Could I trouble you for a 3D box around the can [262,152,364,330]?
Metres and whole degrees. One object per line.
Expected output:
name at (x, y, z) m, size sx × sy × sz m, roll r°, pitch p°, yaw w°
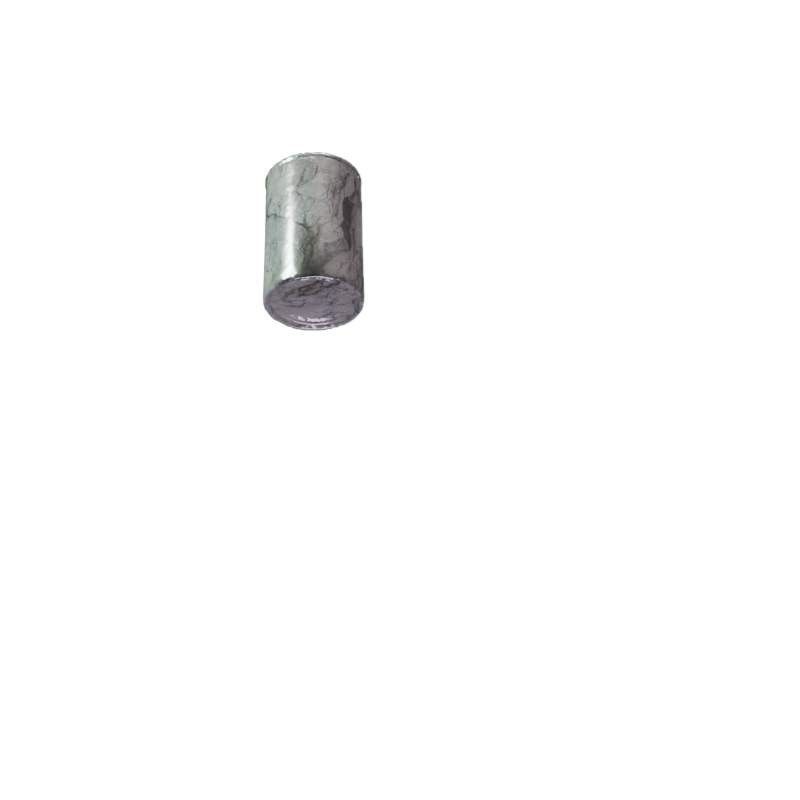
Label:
can at (-0.058, -0.107, 0.747) m, size 0.068 × 0.109 × 0.064 m, roll -1°, pitch -33°, yaw -2°
